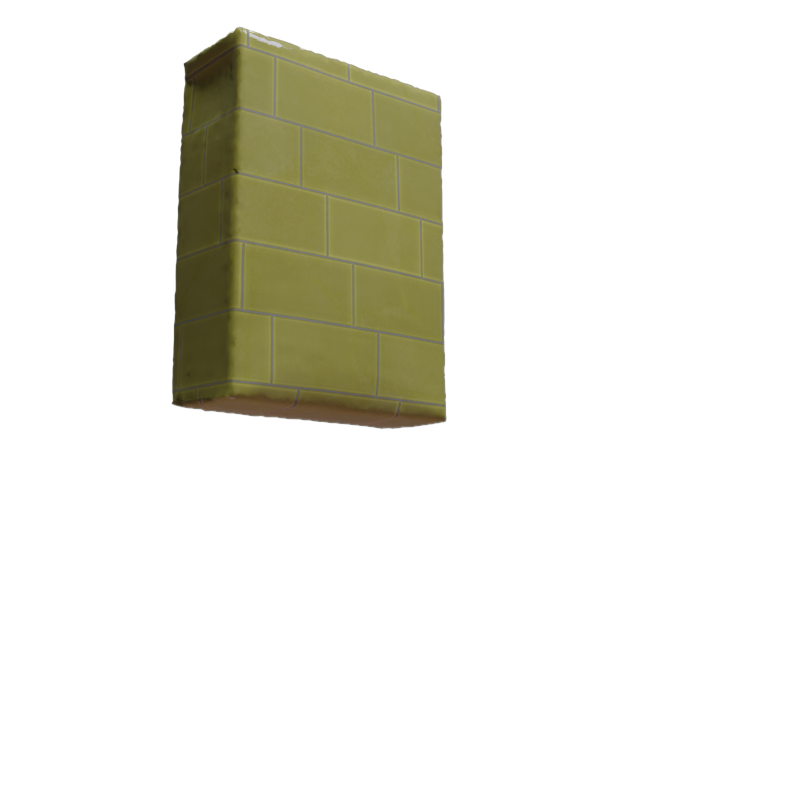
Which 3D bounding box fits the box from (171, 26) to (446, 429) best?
[{"bbox_3d":[-0.053,-0.096,0.671,0.156,0.221,0.073,10,-18,-39],"label":"box"}]
